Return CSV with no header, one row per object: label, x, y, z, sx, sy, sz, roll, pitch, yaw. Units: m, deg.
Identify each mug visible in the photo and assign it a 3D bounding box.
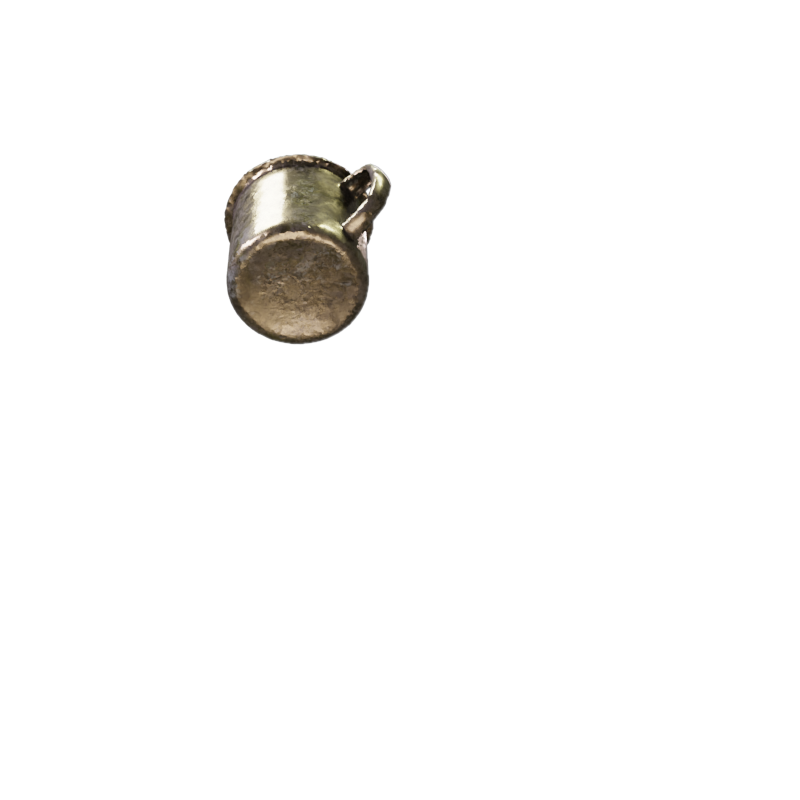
mug,-0.051,-0.093,0.655,0.116,0.088,0.087,-35,28,20
